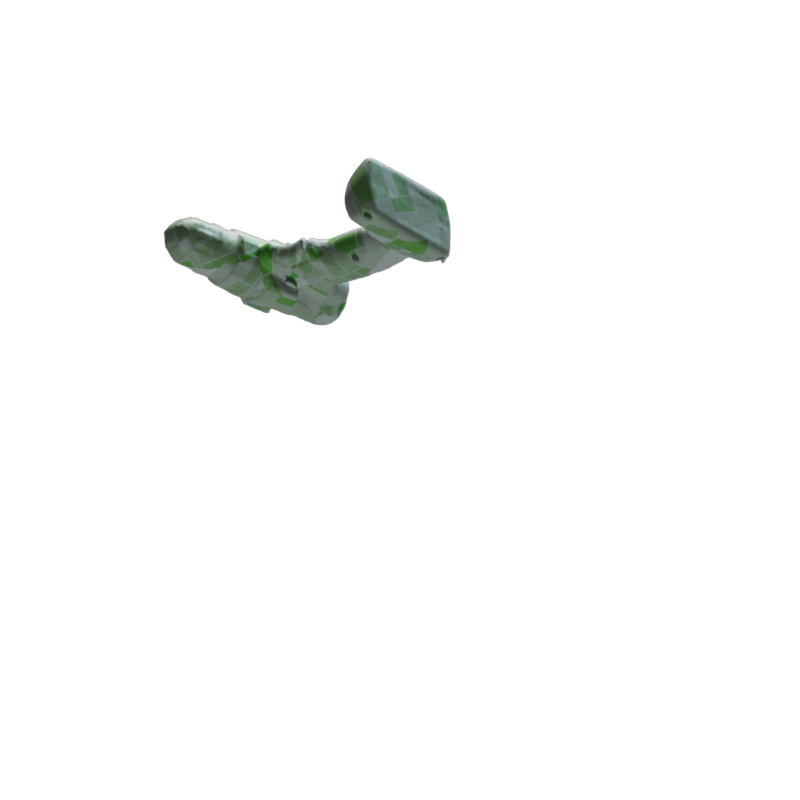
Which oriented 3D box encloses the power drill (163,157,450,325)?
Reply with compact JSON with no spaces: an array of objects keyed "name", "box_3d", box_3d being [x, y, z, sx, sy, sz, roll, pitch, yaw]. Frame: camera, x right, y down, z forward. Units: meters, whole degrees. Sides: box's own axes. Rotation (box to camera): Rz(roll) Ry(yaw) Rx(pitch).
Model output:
[{"name":"power drill","box_3d":[-0.069,-0.126,0.885,0.189,0.060,0.173,-19,-28,40]}]
